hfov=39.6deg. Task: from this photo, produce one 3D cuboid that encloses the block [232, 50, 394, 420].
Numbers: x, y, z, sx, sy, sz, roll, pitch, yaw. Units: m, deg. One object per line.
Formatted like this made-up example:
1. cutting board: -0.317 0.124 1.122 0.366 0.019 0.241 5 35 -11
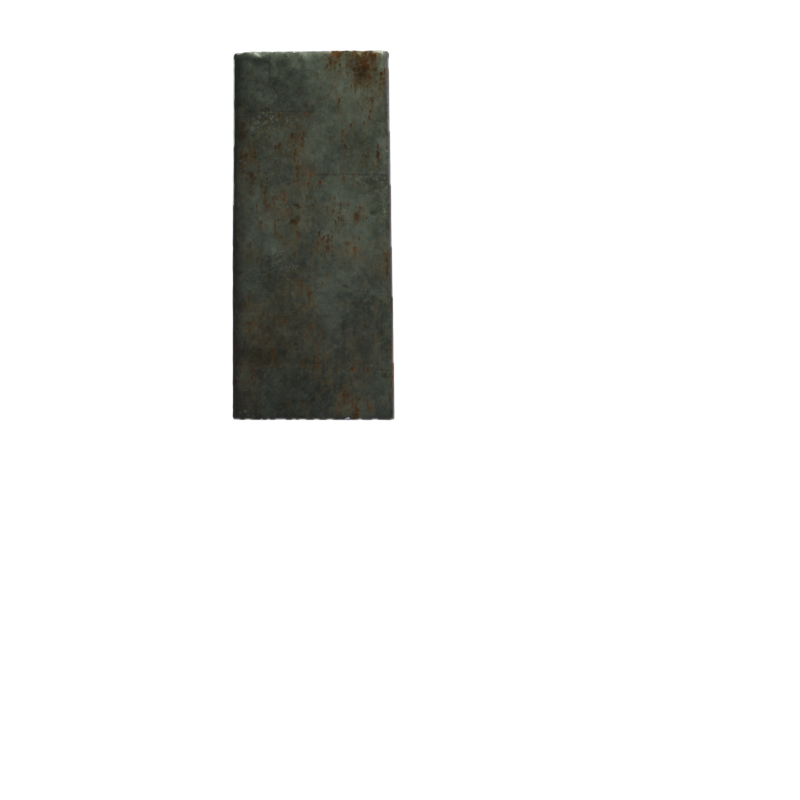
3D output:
1. block: -0.051 -0.093 0.654 0.091 0.210 0.089 0 -7 -1
